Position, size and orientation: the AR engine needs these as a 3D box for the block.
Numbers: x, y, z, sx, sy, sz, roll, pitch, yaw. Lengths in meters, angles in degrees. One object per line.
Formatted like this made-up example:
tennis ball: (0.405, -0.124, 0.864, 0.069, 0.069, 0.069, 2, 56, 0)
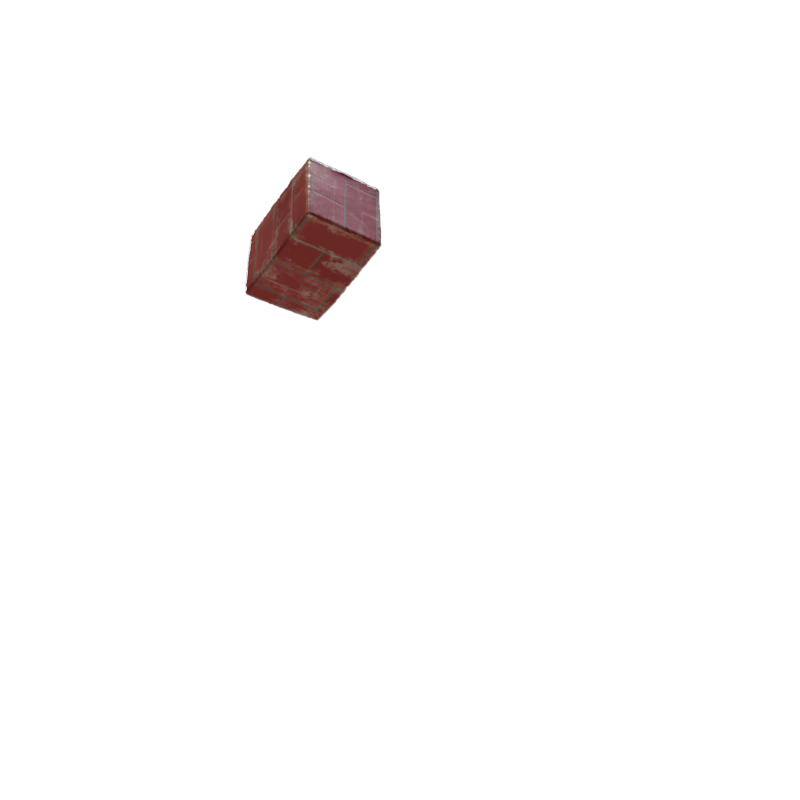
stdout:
block: (-0.053, -0.097, 0.677, 0.050, 0.055, 0.076, 23, -49, -25)
